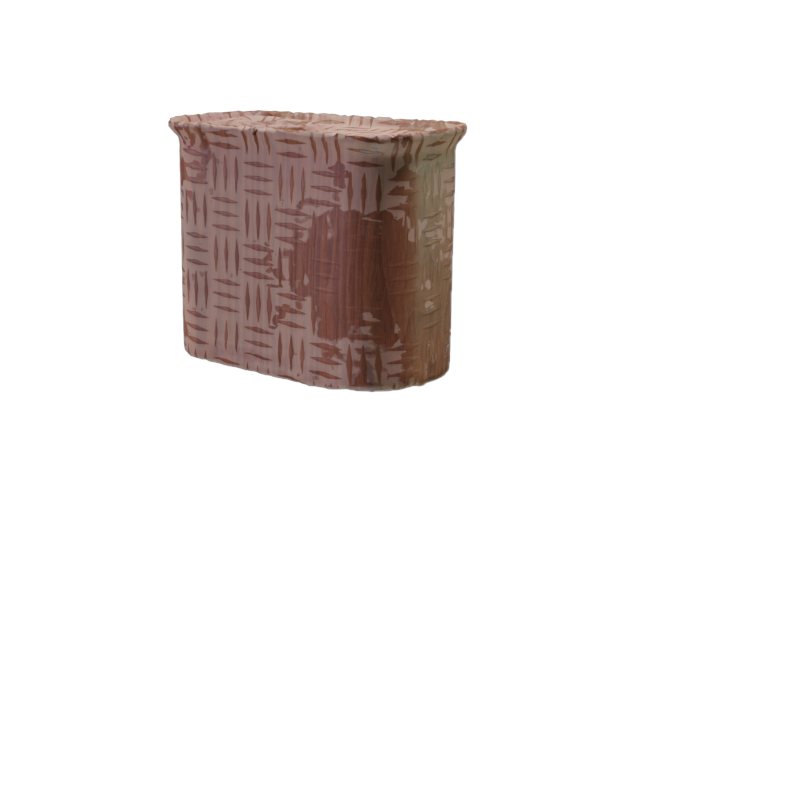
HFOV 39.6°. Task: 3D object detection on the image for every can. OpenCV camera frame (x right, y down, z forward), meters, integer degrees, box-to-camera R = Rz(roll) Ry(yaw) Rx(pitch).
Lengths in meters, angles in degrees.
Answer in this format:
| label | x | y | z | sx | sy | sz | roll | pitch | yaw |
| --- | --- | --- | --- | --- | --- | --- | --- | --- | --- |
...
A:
| label | x | y | z | sx | sy | sz | roll | pitch | yaw |
| --- | --- | --- | --- | --- | --- | --- | --- | --- | --- |
| can | -0.030 | -0.054 | 0.381 | 0.107 | 0.081 | 0.056 | 12 | 18 | 34 |
